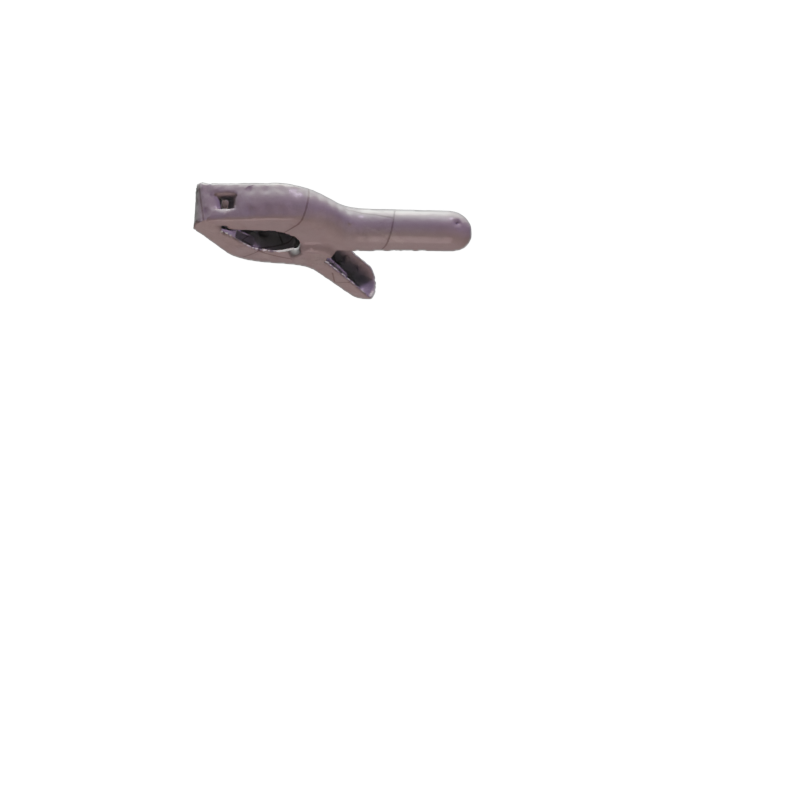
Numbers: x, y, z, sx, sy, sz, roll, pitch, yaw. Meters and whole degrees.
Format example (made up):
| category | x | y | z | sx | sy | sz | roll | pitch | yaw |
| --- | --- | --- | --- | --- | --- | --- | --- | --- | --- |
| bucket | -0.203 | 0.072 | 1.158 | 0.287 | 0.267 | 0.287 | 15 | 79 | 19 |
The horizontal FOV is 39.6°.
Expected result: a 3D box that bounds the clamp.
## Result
| category | x | y | z | sx | sy | sz | roll | pitch | yaw |
| --- | --- | --- | --- | --- | --- | --- | --- | --- | --- |
| clamp | -0.055 | -0.101 | 0.705 | 0.166 | 0.042 | 0.117 | 10 | -26 | -22 |
